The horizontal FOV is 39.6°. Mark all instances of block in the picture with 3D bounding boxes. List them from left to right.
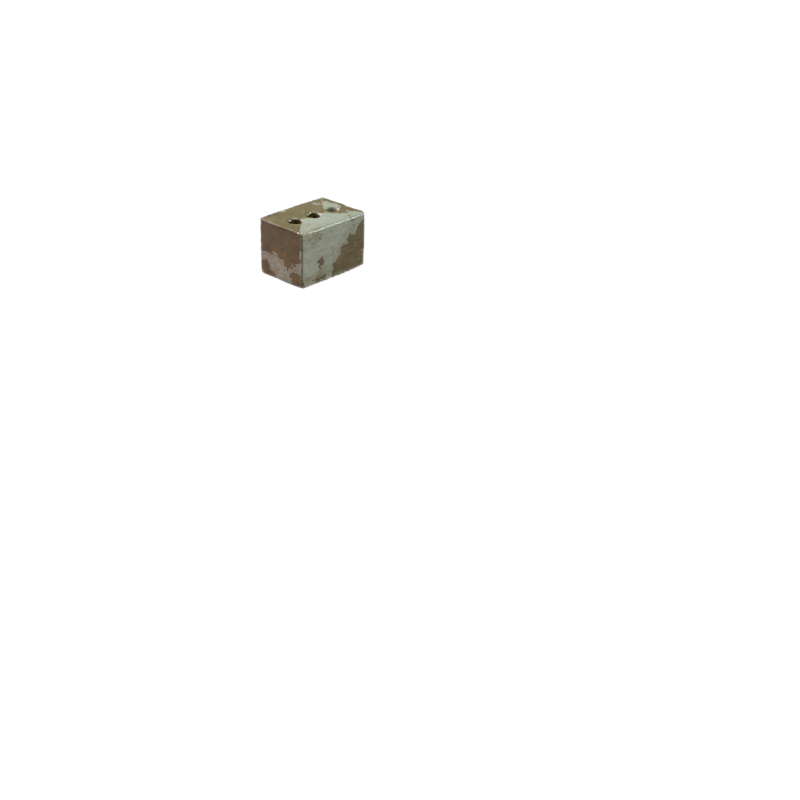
[{"bbox_3d":[-0.075,-0.136,0.954,0.056,0.049,0.077,22,34,37],"label":"block"}]
